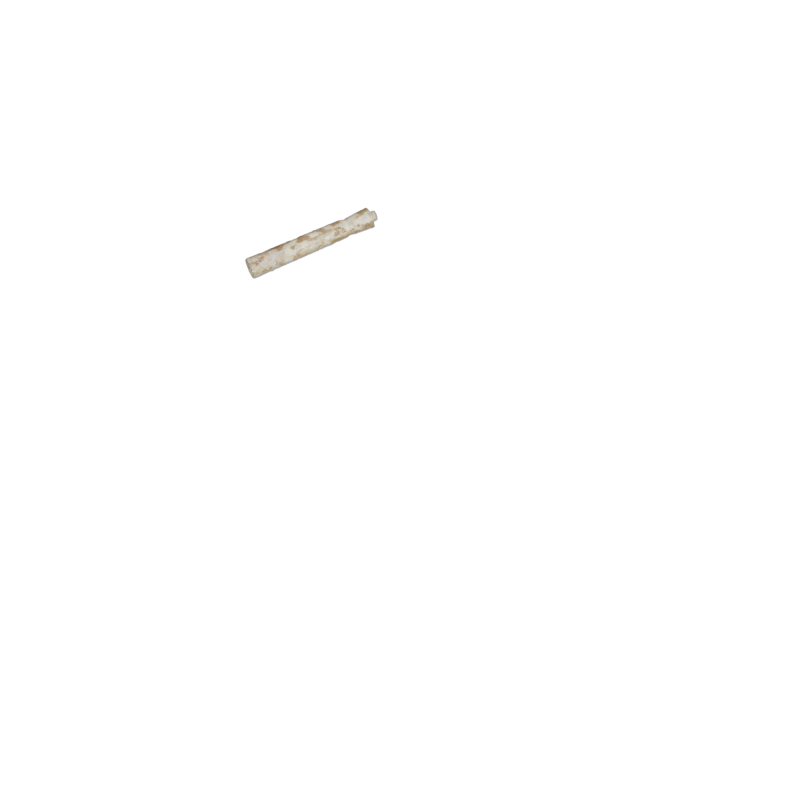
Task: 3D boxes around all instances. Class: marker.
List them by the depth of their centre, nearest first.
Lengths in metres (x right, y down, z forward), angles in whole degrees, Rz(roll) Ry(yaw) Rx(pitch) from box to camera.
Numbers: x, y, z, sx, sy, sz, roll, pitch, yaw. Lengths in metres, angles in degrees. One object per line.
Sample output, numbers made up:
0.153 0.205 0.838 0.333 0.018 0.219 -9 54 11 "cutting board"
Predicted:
-0.075 -0.136 0.955 0.120 0.019 0.020 -25 10 -11 "marker"
